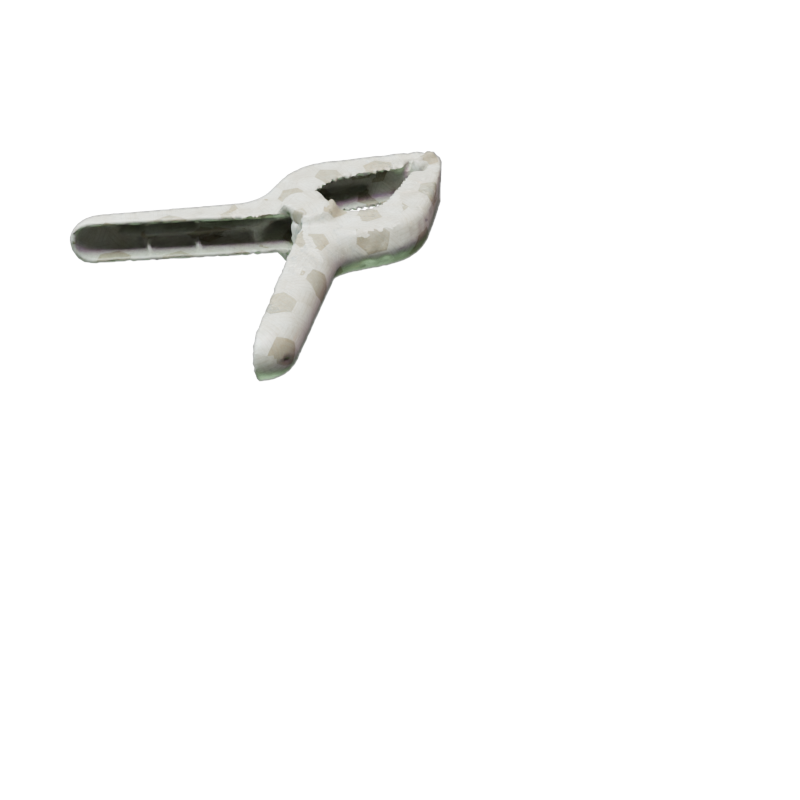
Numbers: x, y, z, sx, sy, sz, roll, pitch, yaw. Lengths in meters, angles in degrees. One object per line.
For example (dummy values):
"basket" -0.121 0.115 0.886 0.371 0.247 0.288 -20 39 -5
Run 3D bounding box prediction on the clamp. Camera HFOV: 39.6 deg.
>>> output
"clamp" -0.046 -0.084 0.587 0.208 0.034 0.177 -24 42 -30
